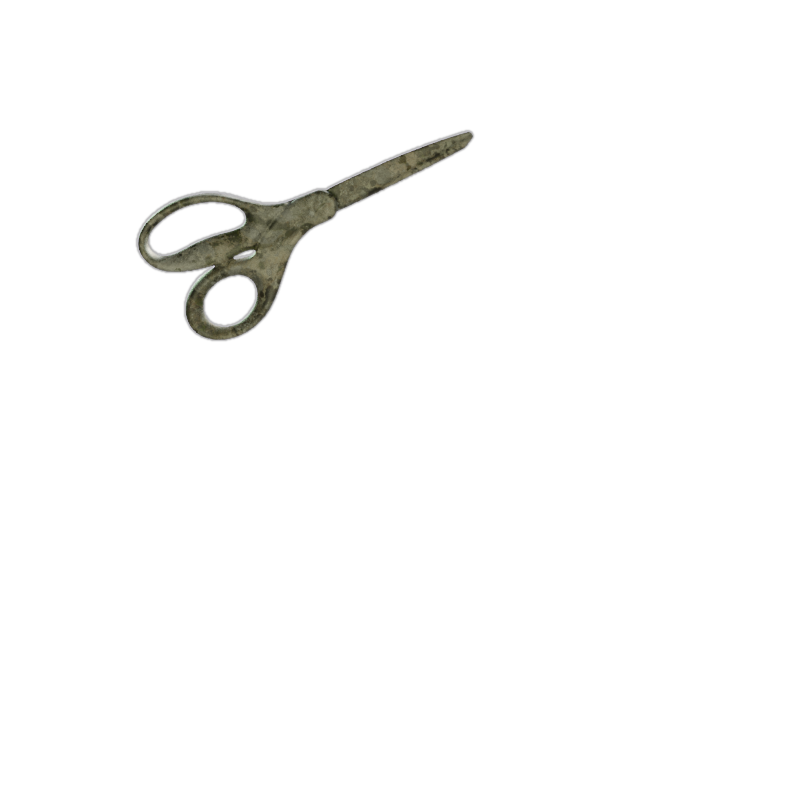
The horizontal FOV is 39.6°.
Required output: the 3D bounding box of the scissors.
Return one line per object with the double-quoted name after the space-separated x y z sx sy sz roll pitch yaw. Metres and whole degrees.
-0.050 -0.092 0.644 0.202 0.094 0.016 -9 9 1 "scissors"
